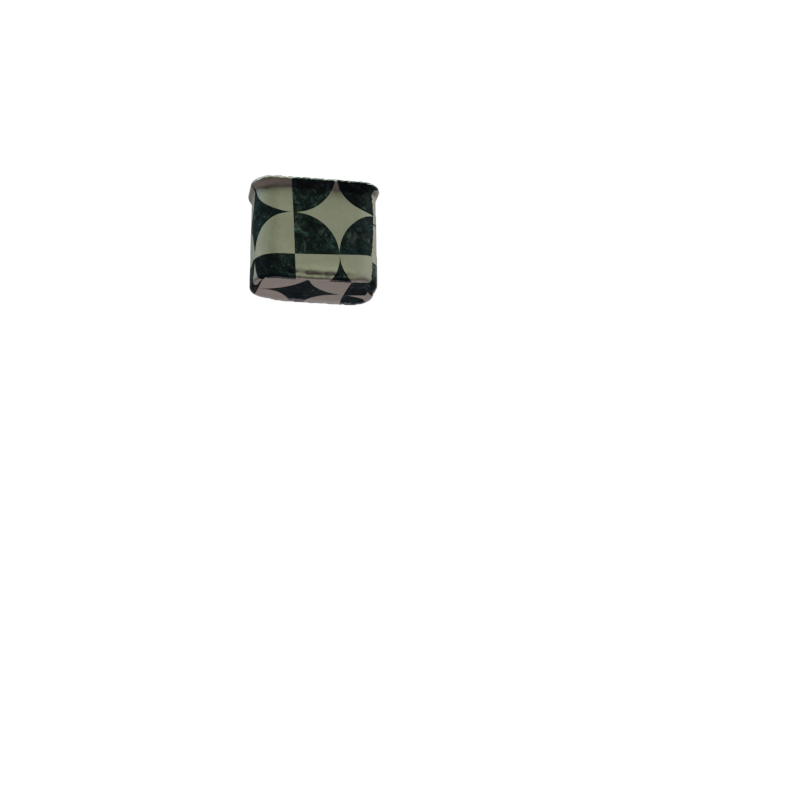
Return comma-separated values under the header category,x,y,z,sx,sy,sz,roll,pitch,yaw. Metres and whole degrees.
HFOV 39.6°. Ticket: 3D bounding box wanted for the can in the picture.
category,x,y,z,sx,sy,sz,roll,pitch,yaw
can,-0.067,-0.123,0.863,0.100,0.088,0.055,3,-21,-10
